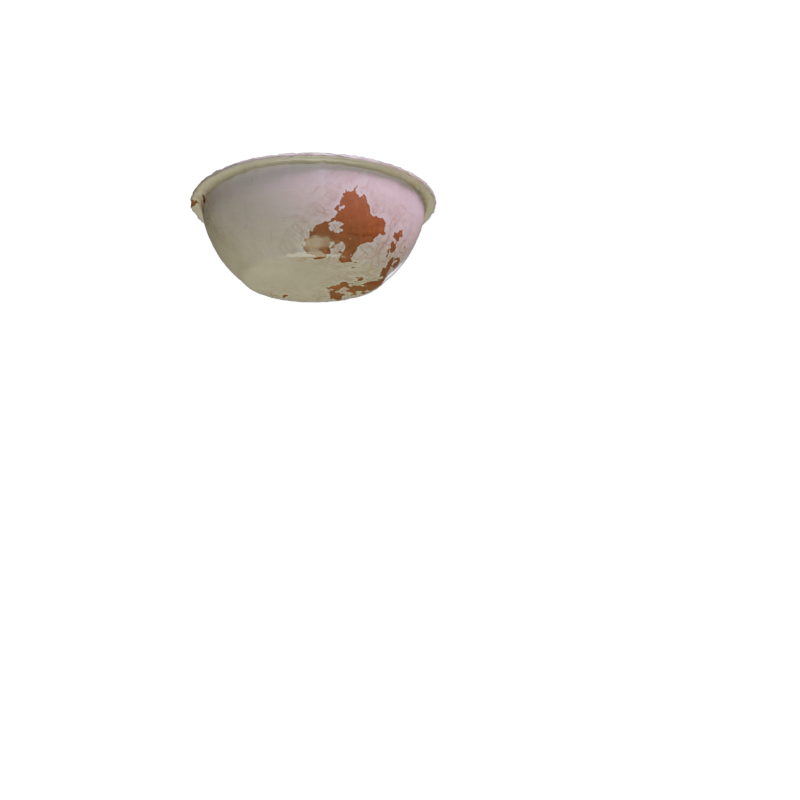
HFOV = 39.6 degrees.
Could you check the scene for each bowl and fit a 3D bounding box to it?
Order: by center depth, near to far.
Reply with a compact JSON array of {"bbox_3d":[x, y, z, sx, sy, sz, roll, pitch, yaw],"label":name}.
[{"bbox_3d":[-0.057,-0.103,0.722,0.162,0.057,0.156,0,-15,-2],"label":"bowl"}]
